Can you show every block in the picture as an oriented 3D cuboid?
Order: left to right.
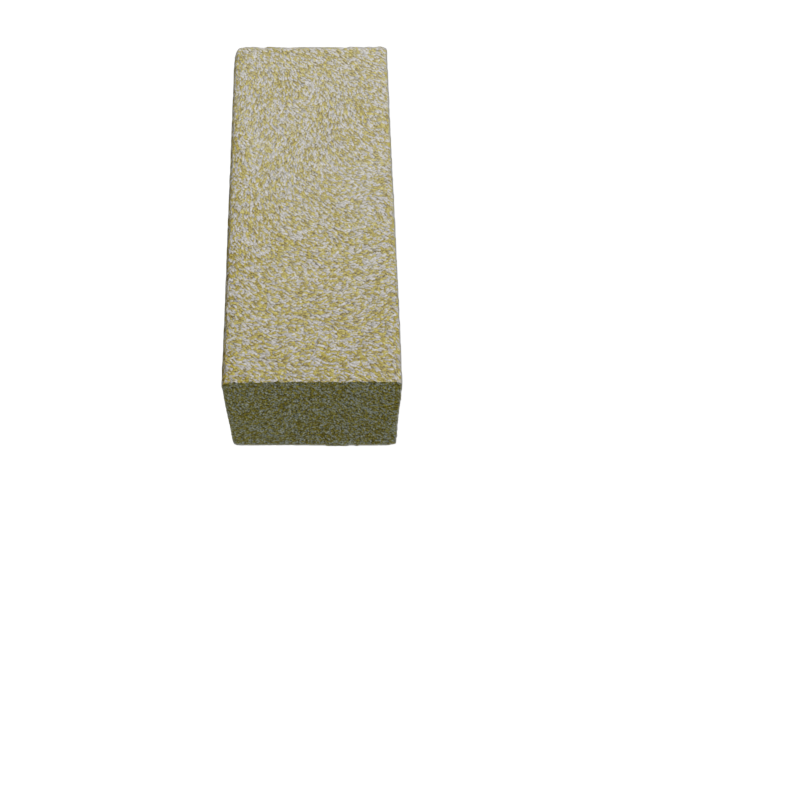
[{"bbox_3d":[-0.049,-0.088,0.616,0.090,0.219,0.085,-1,-28,-2],"label":"block"}]
